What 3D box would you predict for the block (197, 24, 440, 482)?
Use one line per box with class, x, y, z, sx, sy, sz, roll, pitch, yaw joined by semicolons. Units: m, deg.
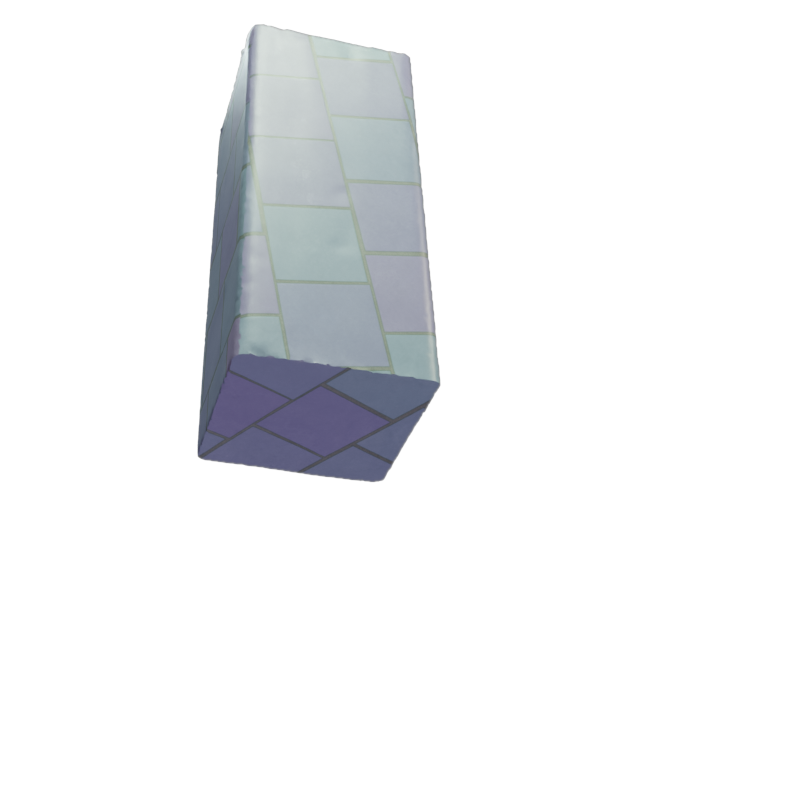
block;-0.043;-0.078;0.544;0.088;0.221;0.086;8;-38;-14
